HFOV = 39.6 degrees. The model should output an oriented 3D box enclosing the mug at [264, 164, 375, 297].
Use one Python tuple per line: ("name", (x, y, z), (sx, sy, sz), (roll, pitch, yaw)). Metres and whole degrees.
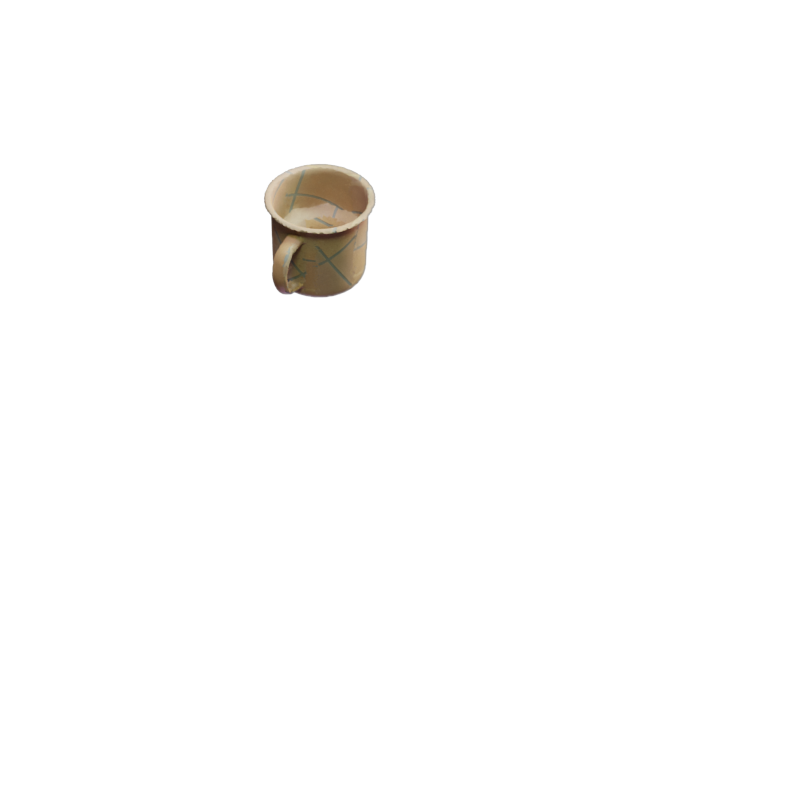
("mug", (-0.074, -0.134, 0.940), (0.096, 0.076, 0.121), (18, 47, 16))
